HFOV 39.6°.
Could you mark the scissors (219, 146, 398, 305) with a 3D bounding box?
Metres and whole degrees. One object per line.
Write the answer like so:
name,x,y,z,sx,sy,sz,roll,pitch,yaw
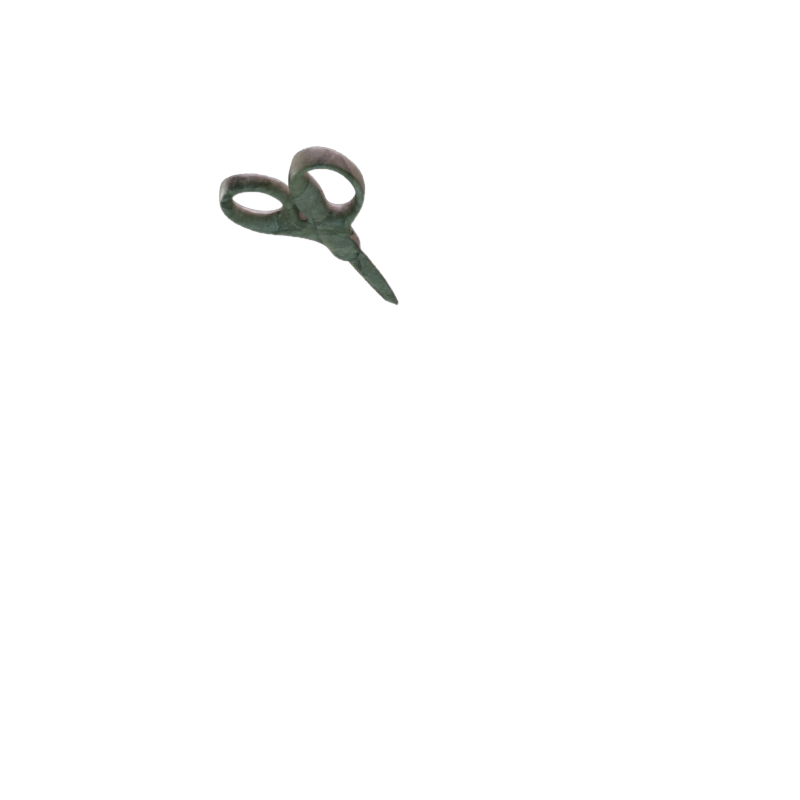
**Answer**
scissors,-0.056,-0.101,0.709,0.097,0.017,0.190,-2,-22,4
